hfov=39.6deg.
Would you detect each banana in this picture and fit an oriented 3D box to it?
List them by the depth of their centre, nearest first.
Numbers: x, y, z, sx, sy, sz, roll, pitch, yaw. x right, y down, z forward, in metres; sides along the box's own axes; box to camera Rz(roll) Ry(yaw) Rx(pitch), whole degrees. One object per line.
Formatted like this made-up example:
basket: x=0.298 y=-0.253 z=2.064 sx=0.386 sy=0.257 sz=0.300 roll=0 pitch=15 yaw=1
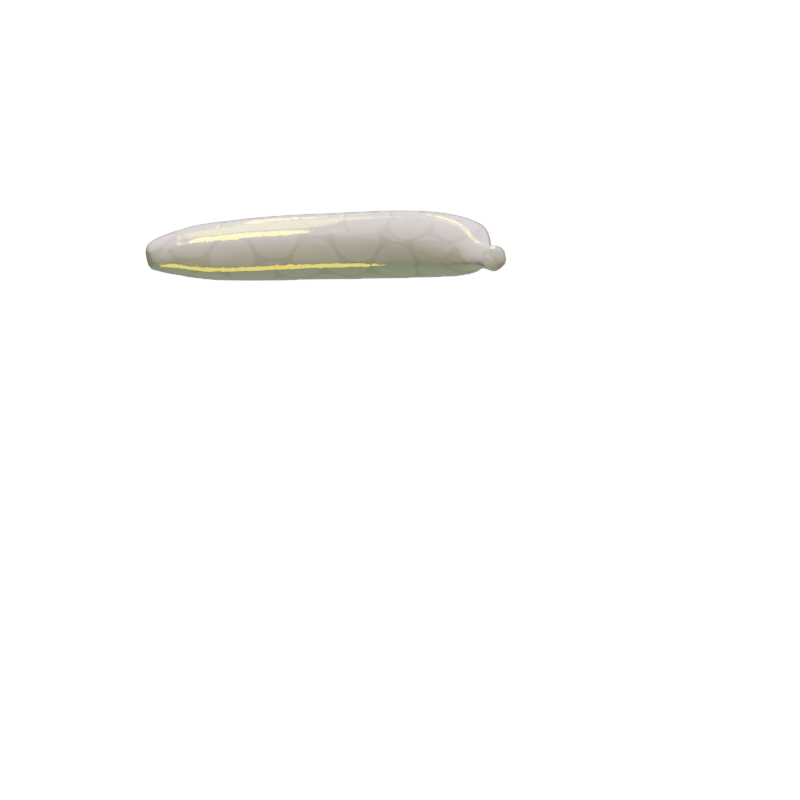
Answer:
banana: x=-0.036 y=-0.083 z=0.593 sx=0.203 sy=0.037 sz=0.067 roll=1 pitch=1 yaw=20
